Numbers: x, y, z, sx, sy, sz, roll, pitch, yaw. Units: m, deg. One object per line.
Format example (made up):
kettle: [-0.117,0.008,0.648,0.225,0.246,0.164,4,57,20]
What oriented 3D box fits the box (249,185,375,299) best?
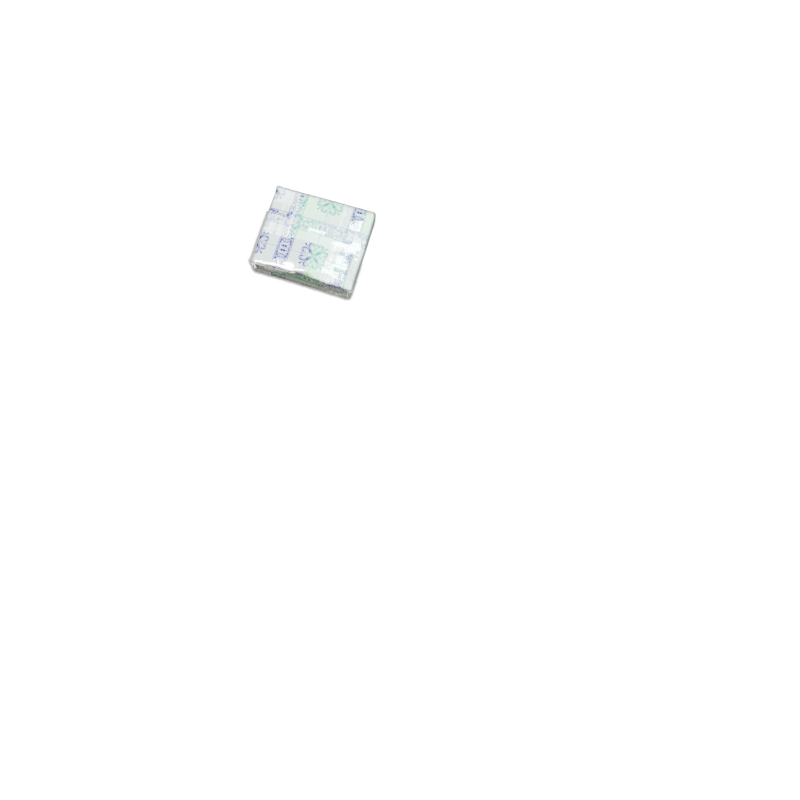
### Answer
box: [-0.073,-0.133,0.934,0.090,0.076,0.029,16,-18,5]
